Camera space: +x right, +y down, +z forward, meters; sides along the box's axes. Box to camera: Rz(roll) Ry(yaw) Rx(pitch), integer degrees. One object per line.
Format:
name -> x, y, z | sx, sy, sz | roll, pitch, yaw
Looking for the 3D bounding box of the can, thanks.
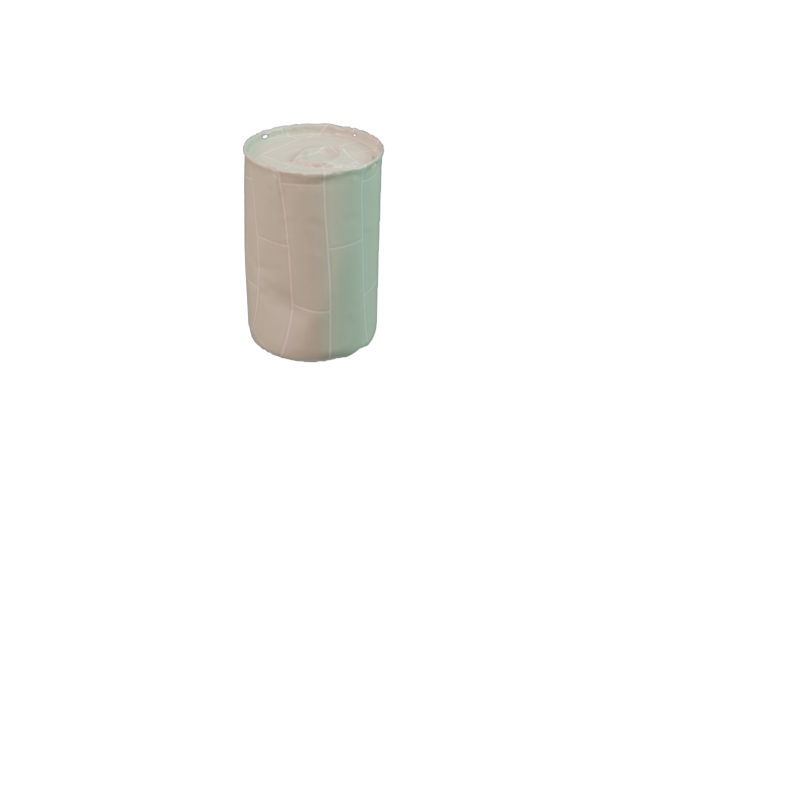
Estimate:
can -> -0.043, -0.079, 0.553 | 0.068, 0.097, 0.073 | 0, 28, -2
